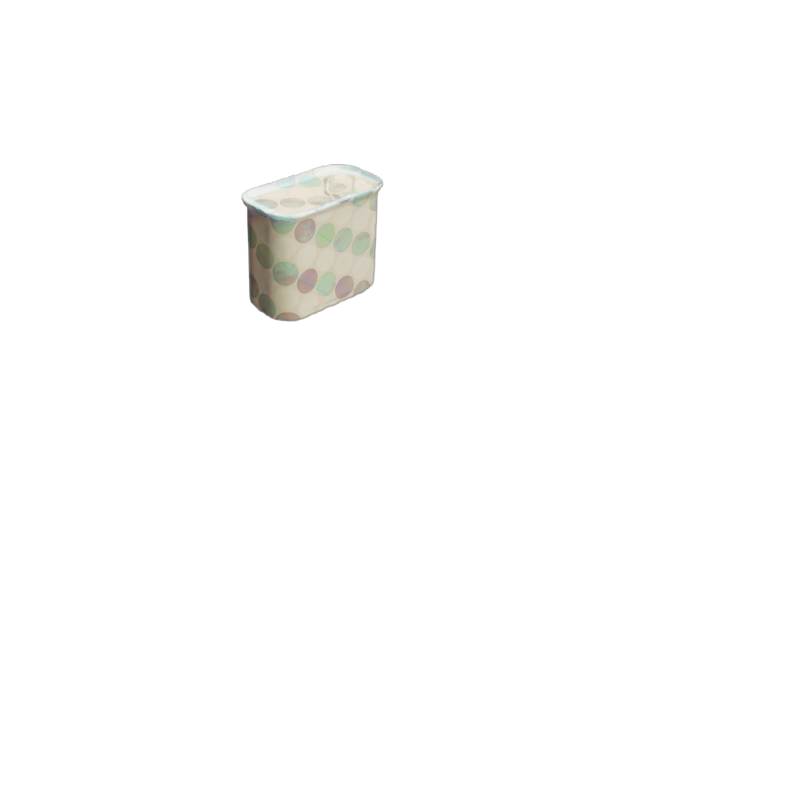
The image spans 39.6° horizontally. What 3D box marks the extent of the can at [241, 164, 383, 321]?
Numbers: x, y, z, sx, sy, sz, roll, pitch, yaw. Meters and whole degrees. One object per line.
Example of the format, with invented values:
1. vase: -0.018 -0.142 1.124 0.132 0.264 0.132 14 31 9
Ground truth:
1. can: -0.062 -0.113 0.792 0.101 0.079 0.061 -25 39 -37
